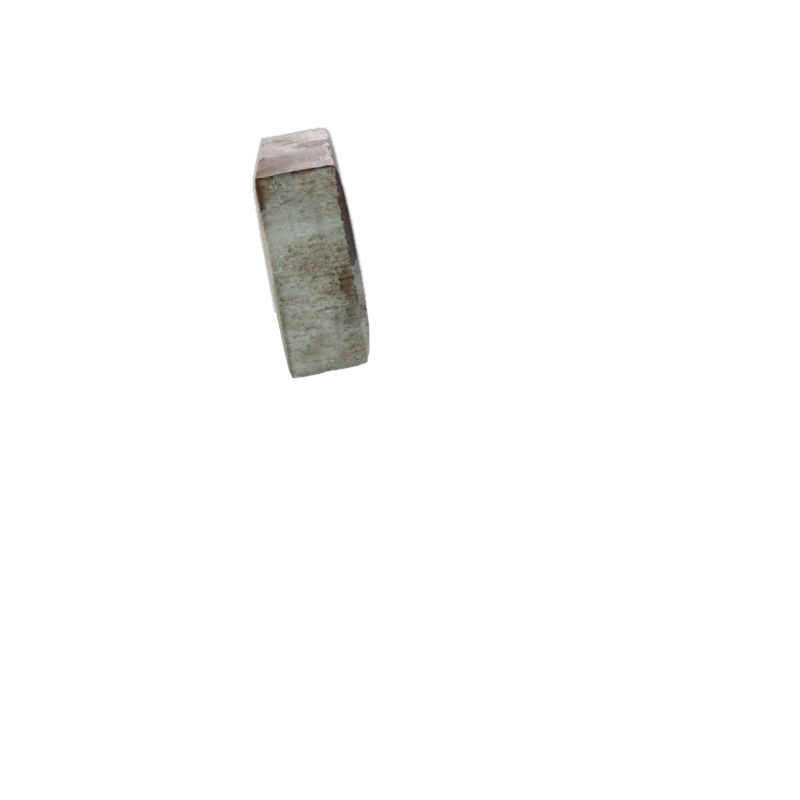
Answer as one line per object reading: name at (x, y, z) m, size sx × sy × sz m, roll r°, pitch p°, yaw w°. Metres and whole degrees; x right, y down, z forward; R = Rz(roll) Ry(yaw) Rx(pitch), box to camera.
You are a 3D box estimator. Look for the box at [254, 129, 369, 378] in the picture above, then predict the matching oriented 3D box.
box at (-0.074, -0.135, 0.947) m, size 0.072 × 0.158 × 0.223 m, roll -10°, pitch 19°, yaw 0°
